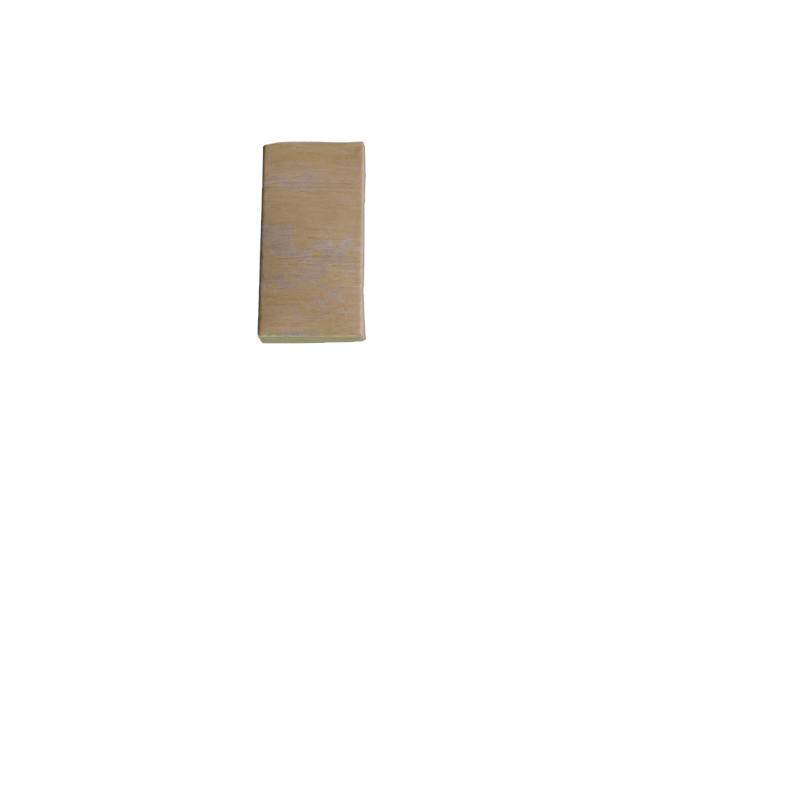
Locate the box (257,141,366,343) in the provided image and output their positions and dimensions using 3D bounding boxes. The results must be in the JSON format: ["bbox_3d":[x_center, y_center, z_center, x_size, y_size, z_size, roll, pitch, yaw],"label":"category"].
[{"bbox_3d":[-0.077,-0.139,0.976,0.094,0.181,0.046,-1,-12,3],"label":"box"}]
